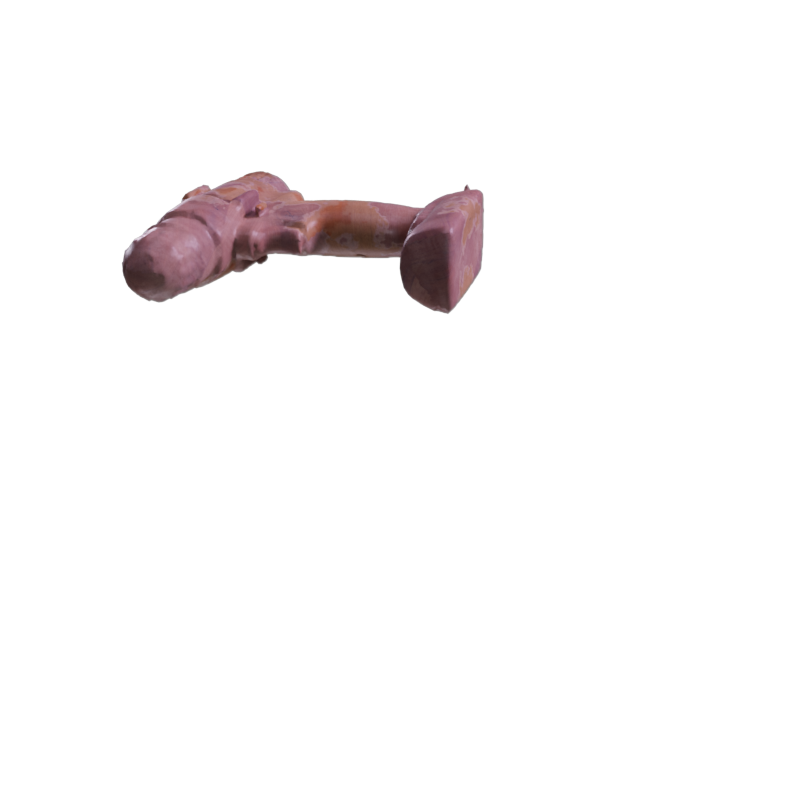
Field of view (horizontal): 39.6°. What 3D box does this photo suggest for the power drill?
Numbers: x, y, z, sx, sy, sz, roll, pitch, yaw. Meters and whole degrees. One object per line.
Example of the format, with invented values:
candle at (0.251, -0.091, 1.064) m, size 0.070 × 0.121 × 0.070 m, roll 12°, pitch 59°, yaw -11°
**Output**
power drill at (-0.052, -0.095, 0.668) m, size 0.193 × 0.055 × 0.188 m, roll 8°, pitch 26°, yaw 17°
